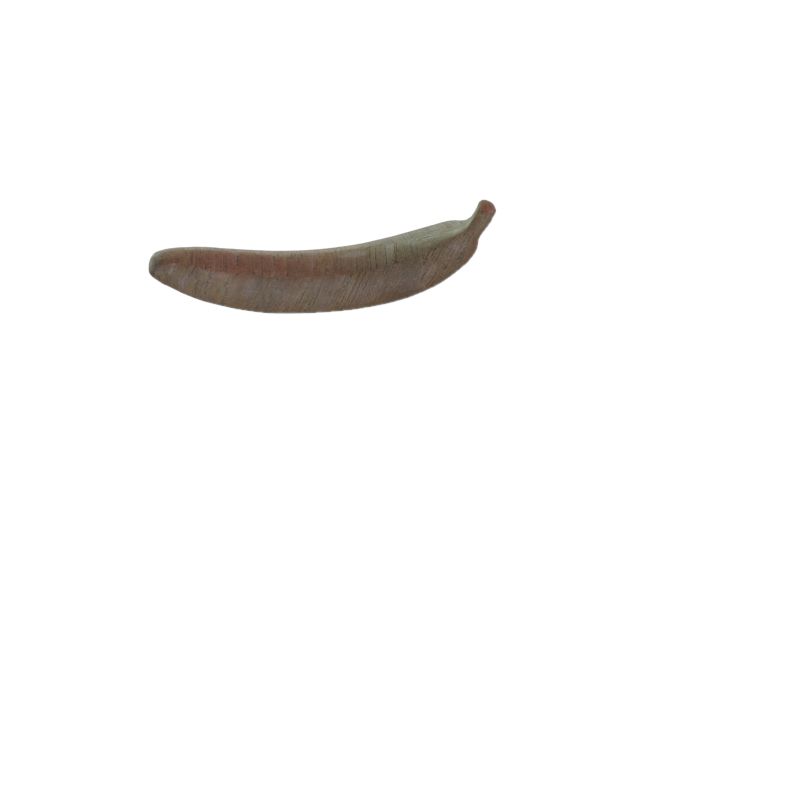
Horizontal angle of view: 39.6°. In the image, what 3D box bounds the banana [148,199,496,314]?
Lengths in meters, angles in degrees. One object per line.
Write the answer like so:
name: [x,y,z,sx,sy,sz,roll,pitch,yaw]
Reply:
banana: [-0.041,-0.078,0.635,0.199,0.039,0.064,-9,-43,10]
